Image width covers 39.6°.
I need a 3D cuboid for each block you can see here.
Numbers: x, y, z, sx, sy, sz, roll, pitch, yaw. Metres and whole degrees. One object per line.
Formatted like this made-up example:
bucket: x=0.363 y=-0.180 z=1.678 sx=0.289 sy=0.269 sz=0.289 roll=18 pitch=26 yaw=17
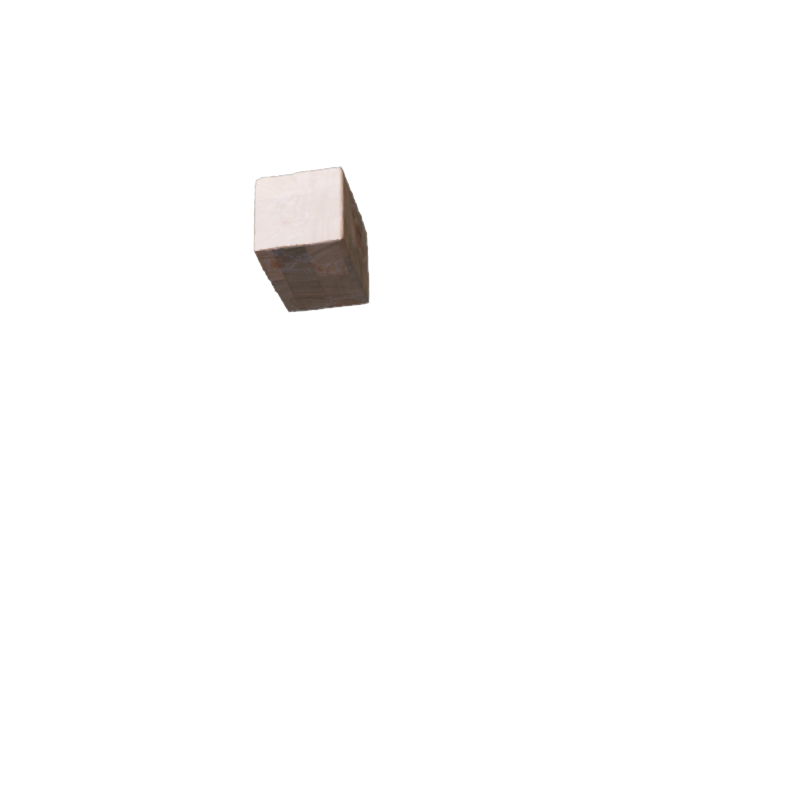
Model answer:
block: x=-0.051 y=-0.093 z=0.651 sx=0.053 sy=0.054 sz=0.073 roll=-6 pitch=-27 yaw=9
